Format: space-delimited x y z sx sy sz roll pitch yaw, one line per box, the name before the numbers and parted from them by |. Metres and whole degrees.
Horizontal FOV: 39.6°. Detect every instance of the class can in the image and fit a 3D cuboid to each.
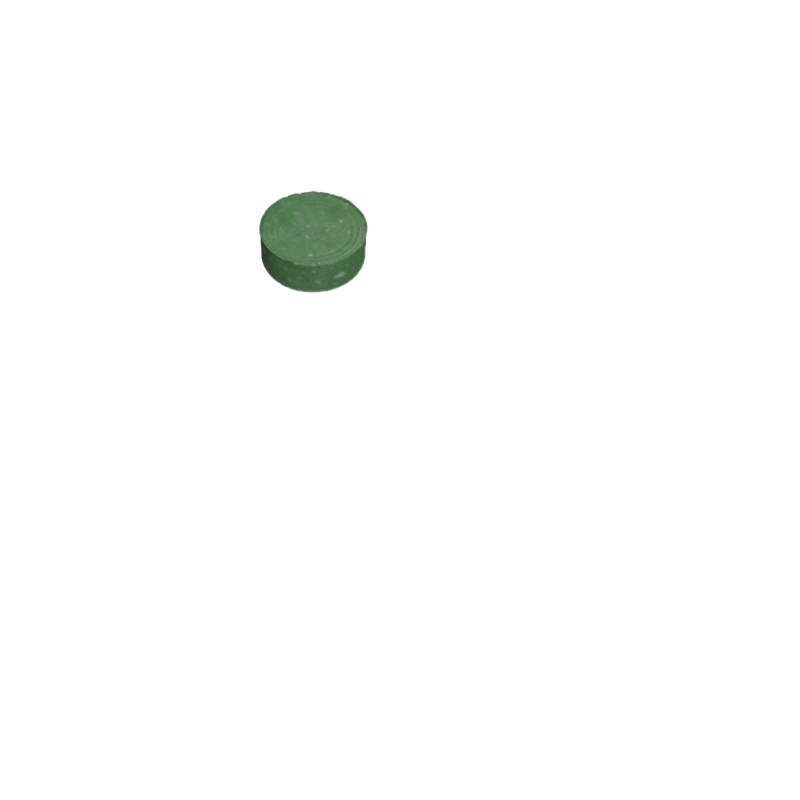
can | -0.069 -0.126 0.886 0.086 0.092 0.031 -1 -42 -1
